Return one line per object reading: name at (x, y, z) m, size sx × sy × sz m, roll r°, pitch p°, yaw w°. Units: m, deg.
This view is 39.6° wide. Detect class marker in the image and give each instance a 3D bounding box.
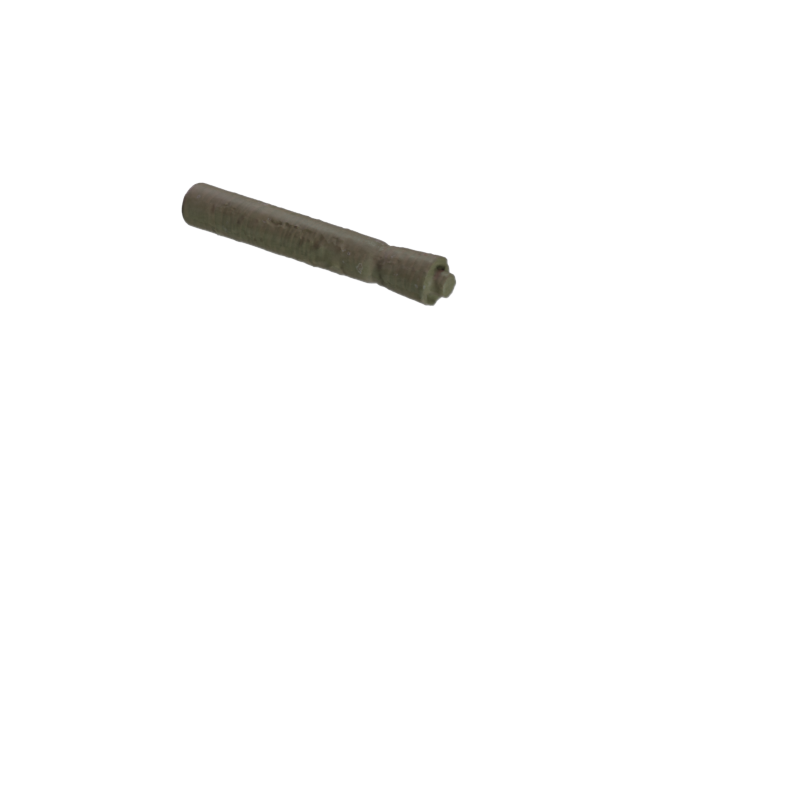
marker at (-0.033, -0.061, 0.427) m, size 0.128 × 0.019 × 0.019 m, roll 22°, pitch 14°, yaw 30°
